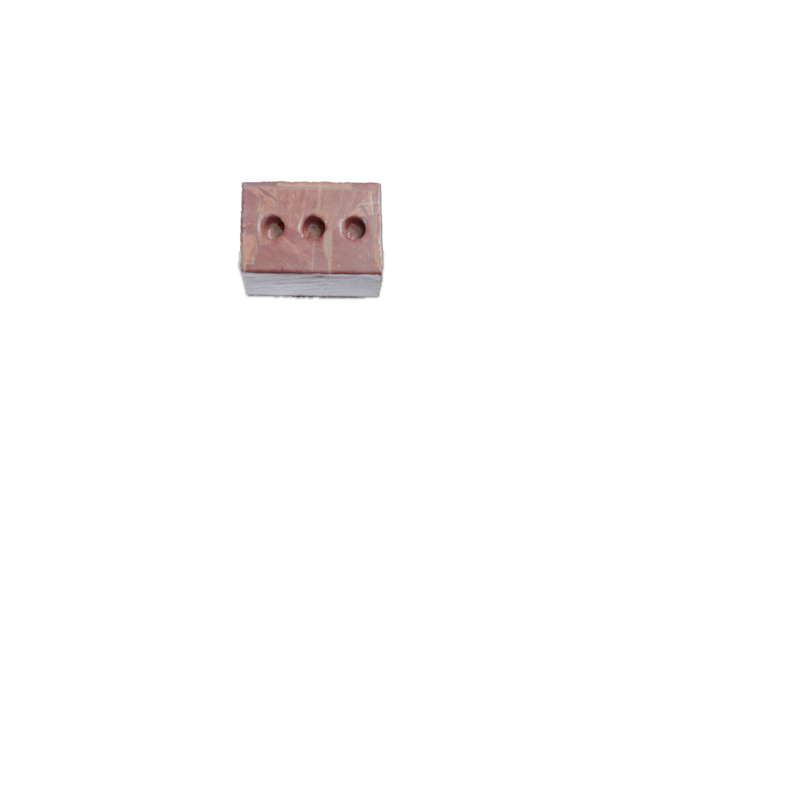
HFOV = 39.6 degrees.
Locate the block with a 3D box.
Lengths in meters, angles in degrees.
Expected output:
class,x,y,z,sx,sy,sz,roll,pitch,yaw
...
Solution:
class,x,y,z,sx,sy,sz,roll,pitch,yaw
block,-0.048,-0.088,0.613,0.078,0.055,0.049,0,-15,-1
